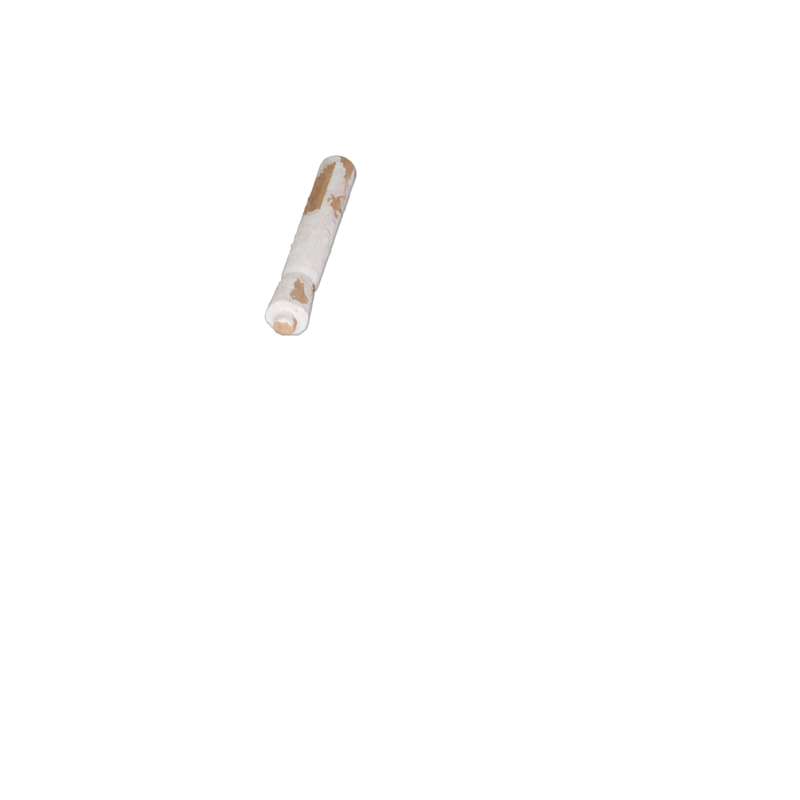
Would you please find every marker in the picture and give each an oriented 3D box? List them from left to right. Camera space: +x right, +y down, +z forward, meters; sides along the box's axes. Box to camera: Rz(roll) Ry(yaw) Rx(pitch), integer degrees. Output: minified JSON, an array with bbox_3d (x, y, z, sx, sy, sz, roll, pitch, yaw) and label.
[{"bbox_3d":[-0.039,-0.071,0.500,0.020,0.018,0.128,0,41,11],"label":"marker"}]
